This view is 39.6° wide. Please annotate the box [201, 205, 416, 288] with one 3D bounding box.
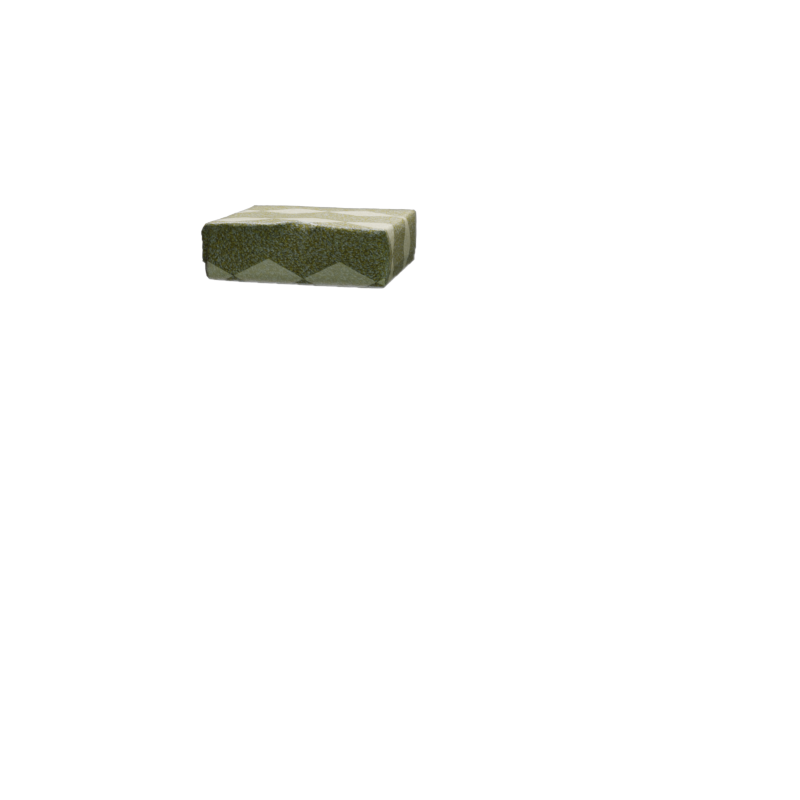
[{"bbox_3d":[-0.042,-0.077,0.537,0.091,0.029,0.074,4,16,14],"label":"box"}]
